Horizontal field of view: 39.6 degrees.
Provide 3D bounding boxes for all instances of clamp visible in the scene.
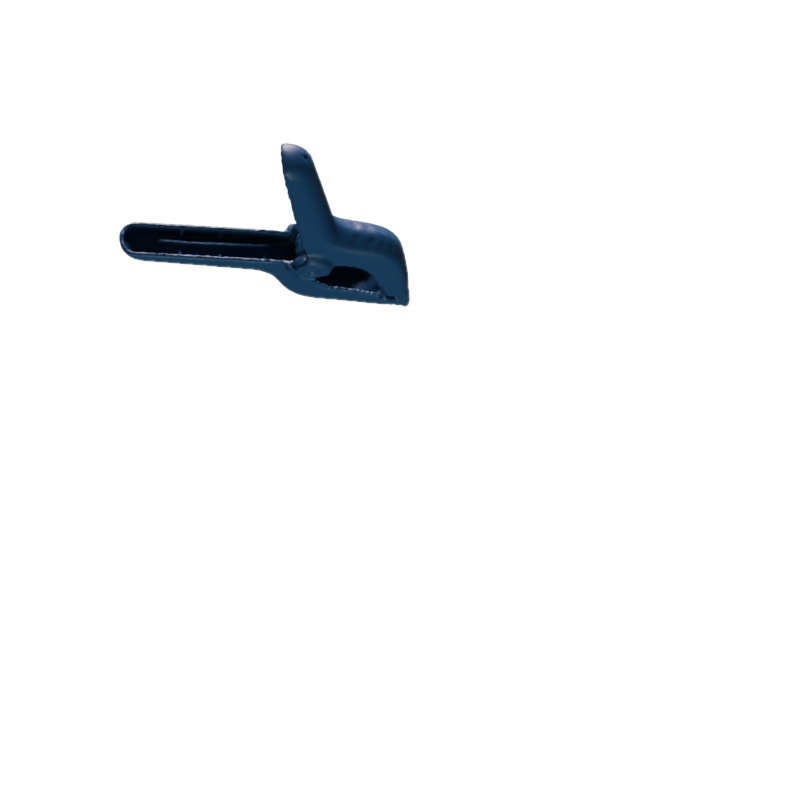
[{"bbox_3d":[-0.058,-0.106,0.742,0.198,0.038,0.166,15,-24,-39],"label":"clamp"}]
